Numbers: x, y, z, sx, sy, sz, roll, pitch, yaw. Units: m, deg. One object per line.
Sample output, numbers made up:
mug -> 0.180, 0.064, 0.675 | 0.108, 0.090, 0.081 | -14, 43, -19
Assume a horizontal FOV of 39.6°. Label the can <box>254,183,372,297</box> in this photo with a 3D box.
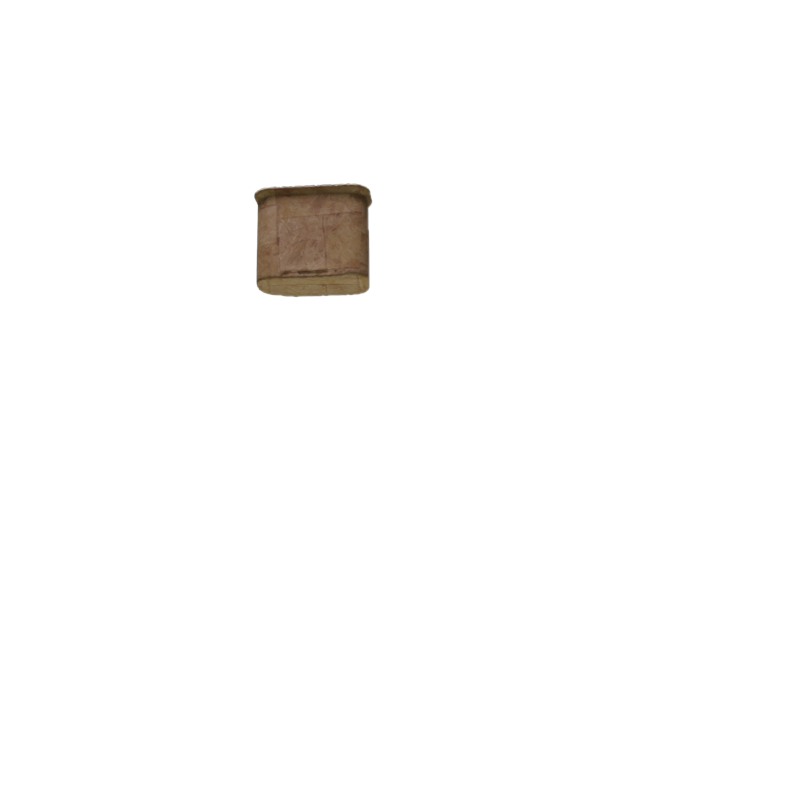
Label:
can -> -0.075, -0.137, 0.959 | 0.103, 0.088, 0.055 | -2, -18, 5
